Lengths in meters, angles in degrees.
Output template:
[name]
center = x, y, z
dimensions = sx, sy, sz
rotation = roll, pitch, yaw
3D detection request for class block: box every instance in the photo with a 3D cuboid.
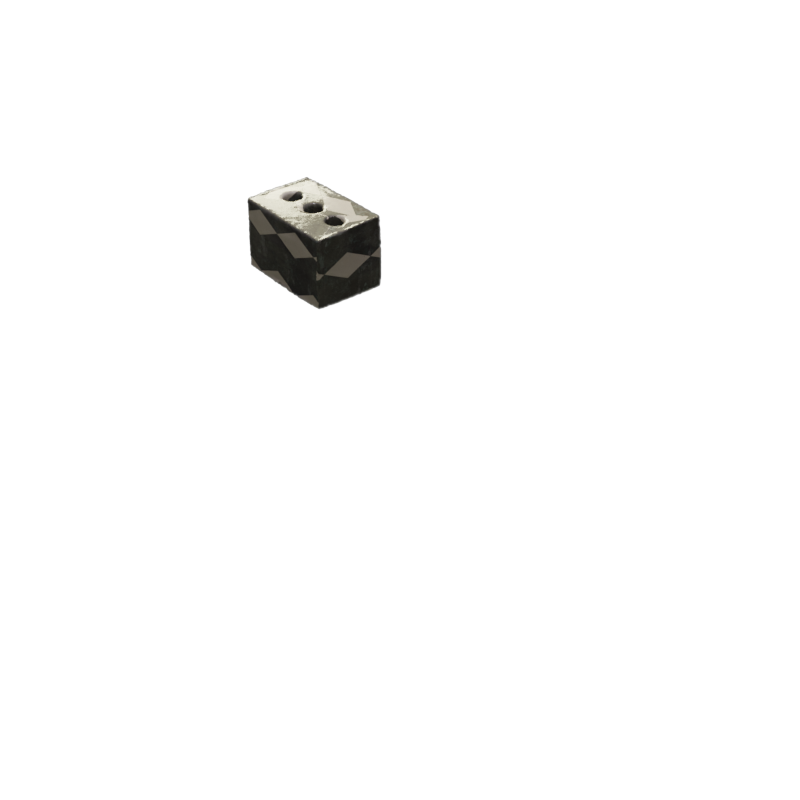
[block]
center = -0.057, -0.103, 0.724
dimensions = 0.052, 0.048, 0.084
rotation = -24, 41, -34
